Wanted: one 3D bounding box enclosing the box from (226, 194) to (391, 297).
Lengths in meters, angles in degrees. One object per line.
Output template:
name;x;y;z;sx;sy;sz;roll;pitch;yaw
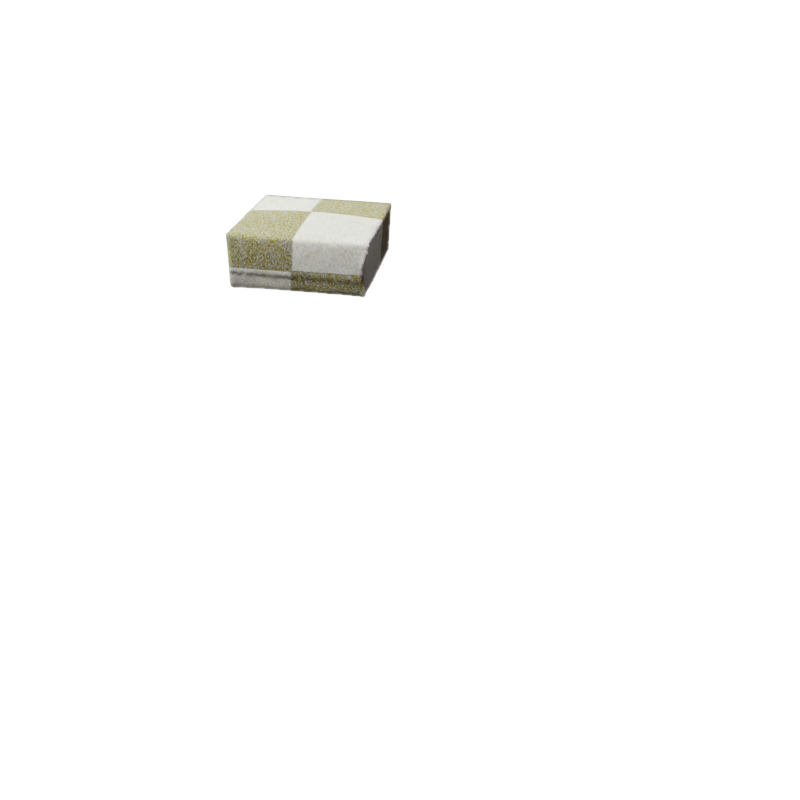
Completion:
box;-0.057;-0.104;0.725;0.091;0.037;0.117;3;24;7
